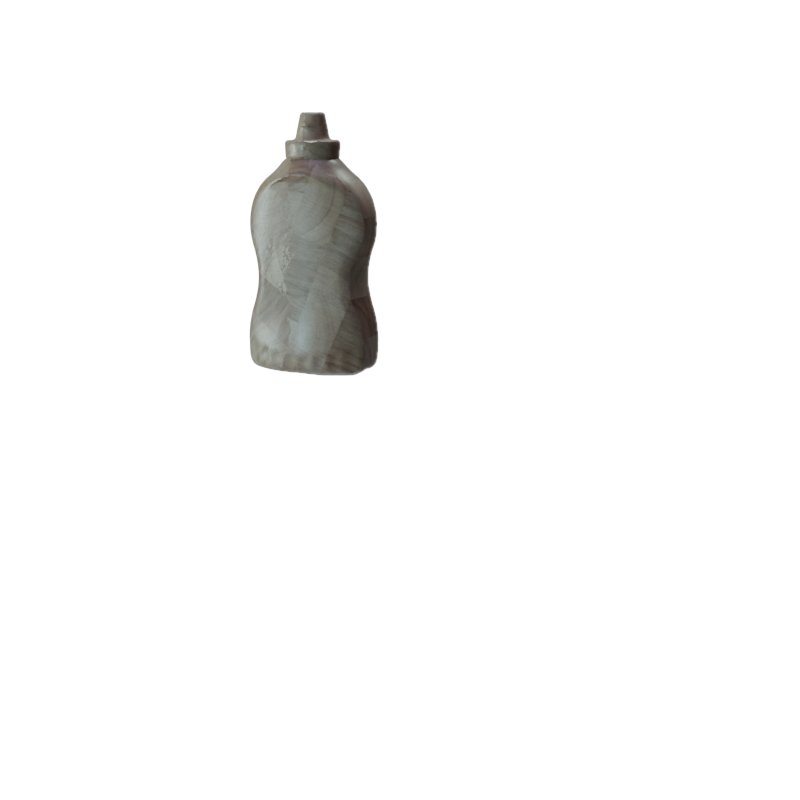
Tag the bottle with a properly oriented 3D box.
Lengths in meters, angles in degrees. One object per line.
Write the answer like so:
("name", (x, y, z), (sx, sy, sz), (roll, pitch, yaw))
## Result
("bottle", (-0.065, -0.118, 0.828), (0.099, 0.189, 0.057), (4, 7, 26))
